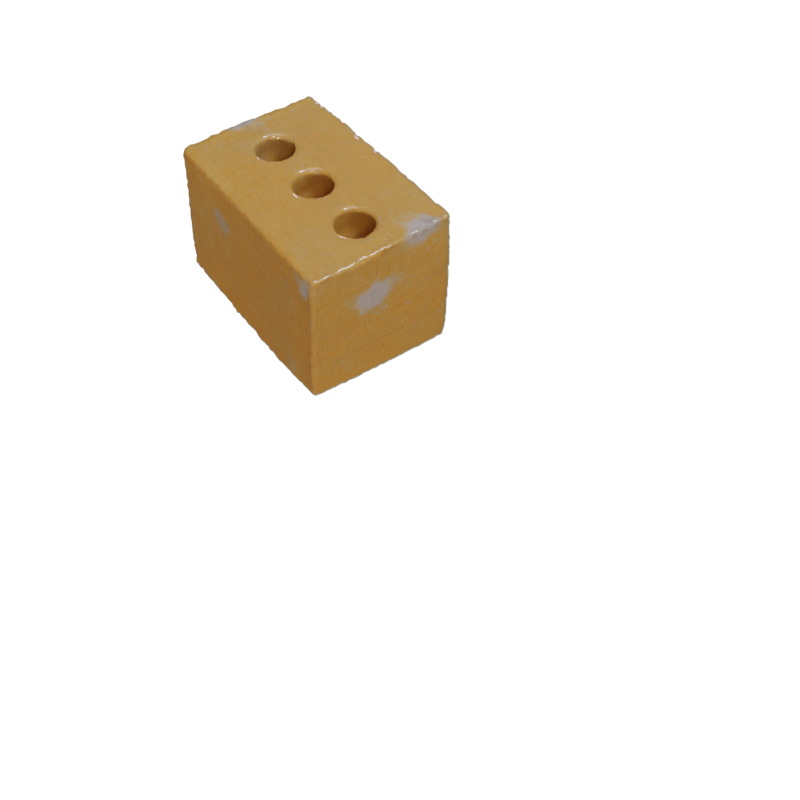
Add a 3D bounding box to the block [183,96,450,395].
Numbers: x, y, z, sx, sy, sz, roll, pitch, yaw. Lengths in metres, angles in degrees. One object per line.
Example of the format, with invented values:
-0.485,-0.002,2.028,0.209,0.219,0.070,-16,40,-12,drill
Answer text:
-0.028,-0.051,0.360,0.053,0.048,0.084,-27,53,-25,block
